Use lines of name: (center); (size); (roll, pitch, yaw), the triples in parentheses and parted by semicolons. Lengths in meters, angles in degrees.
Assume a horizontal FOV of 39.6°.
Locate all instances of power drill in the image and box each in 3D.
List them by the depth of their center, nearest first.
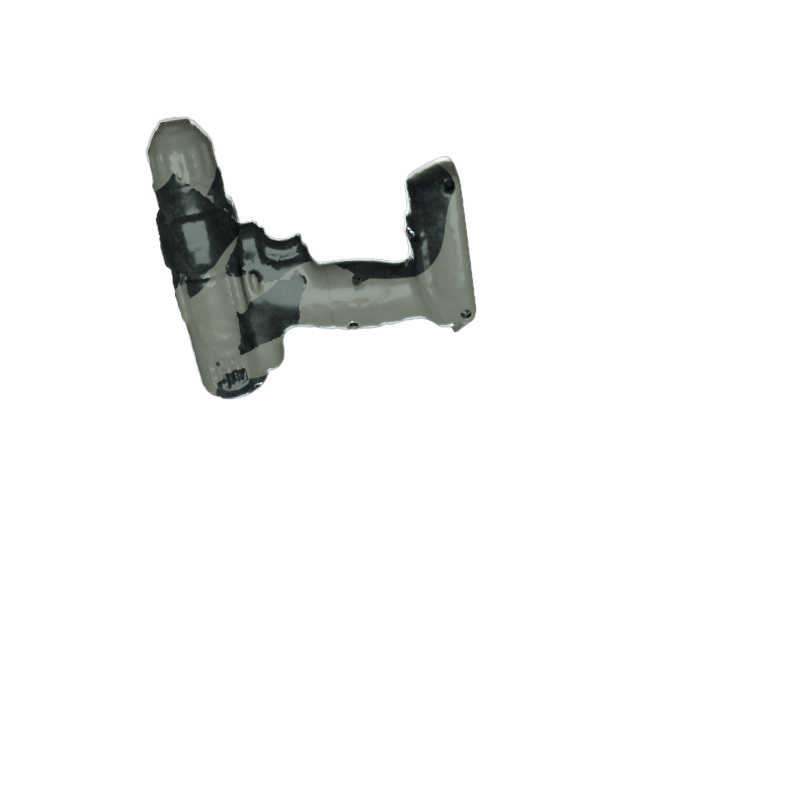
power drill: (-0.054, -0.098, 0.688); (0.188, 0.174, 0.060); (-9, 24, 4)
